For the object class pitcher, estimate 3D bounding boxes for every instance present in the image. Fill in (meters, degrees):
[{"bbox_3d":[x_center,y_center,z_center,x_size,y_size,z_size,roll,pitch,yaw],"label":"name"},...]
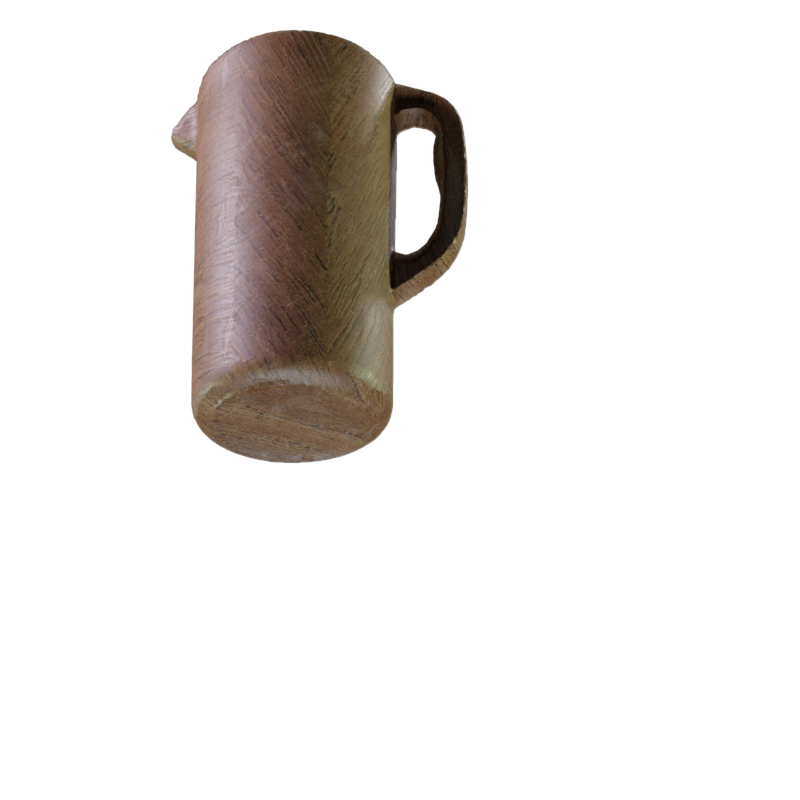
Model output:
[{"bbox_3d":[-0.051,-0.094,0.656,0.137,0.260,0.147,23,-42,-32],"label":"pitcher"}]
